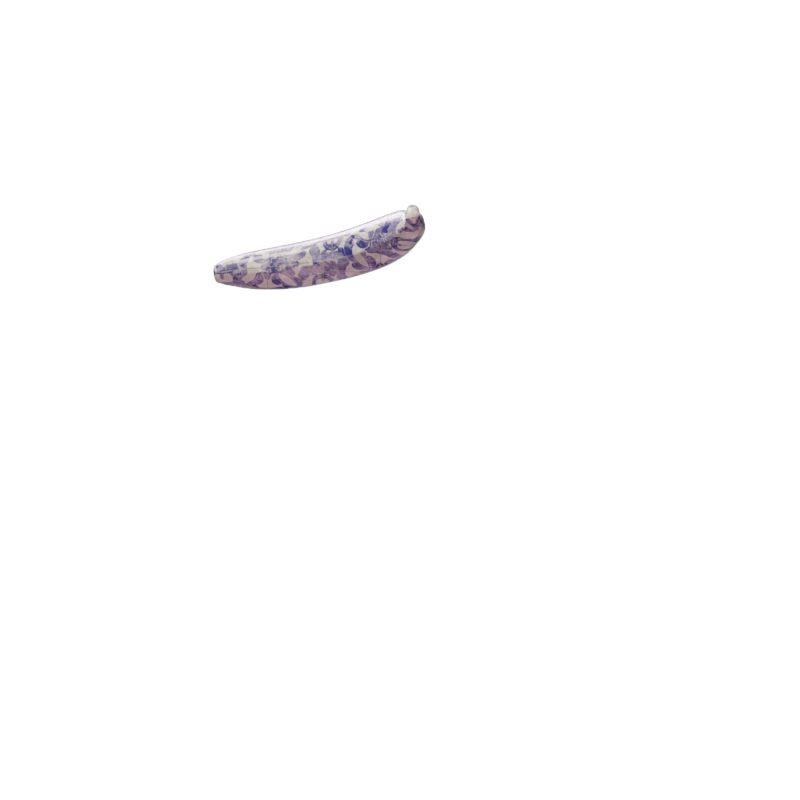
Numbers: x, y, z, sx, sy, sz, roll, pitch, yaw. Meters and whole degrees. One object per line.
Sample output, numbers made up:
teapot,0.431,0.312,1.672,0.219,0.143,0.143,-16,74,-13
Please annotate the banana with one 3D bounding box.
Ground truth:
banana,-0.055,-0.120,0.883,0.201,0.039,0.065,-14,-26,31
